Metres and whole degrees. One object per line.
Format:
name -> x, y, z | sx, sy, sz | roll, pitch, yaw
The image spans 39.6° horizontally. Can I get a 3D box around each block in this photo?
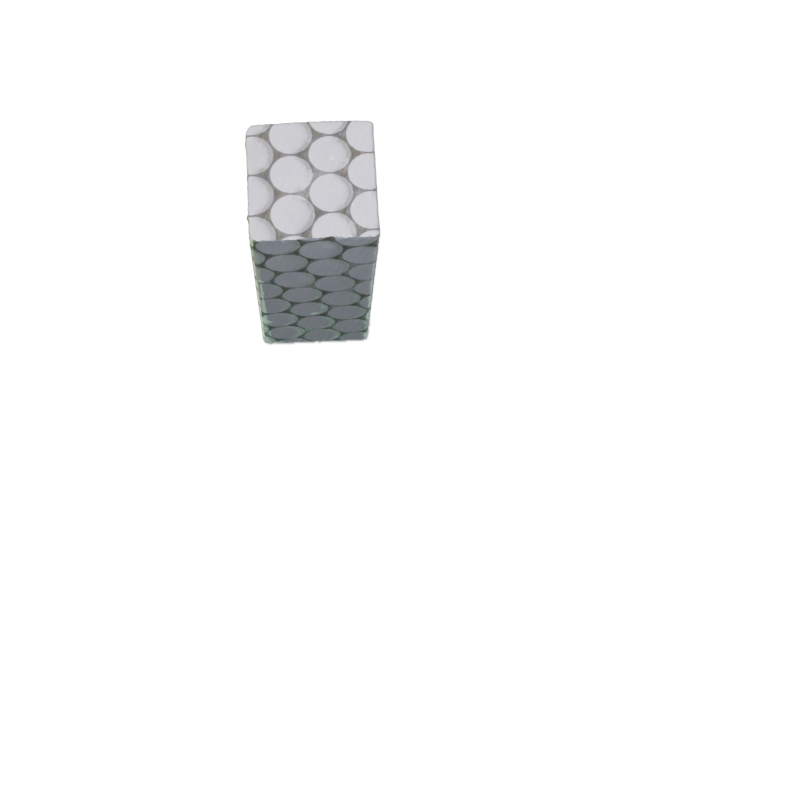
block -> -0.066, -0.120, 0.841 | 0.090, 0.095, 0.197 | -2, -18, -4
